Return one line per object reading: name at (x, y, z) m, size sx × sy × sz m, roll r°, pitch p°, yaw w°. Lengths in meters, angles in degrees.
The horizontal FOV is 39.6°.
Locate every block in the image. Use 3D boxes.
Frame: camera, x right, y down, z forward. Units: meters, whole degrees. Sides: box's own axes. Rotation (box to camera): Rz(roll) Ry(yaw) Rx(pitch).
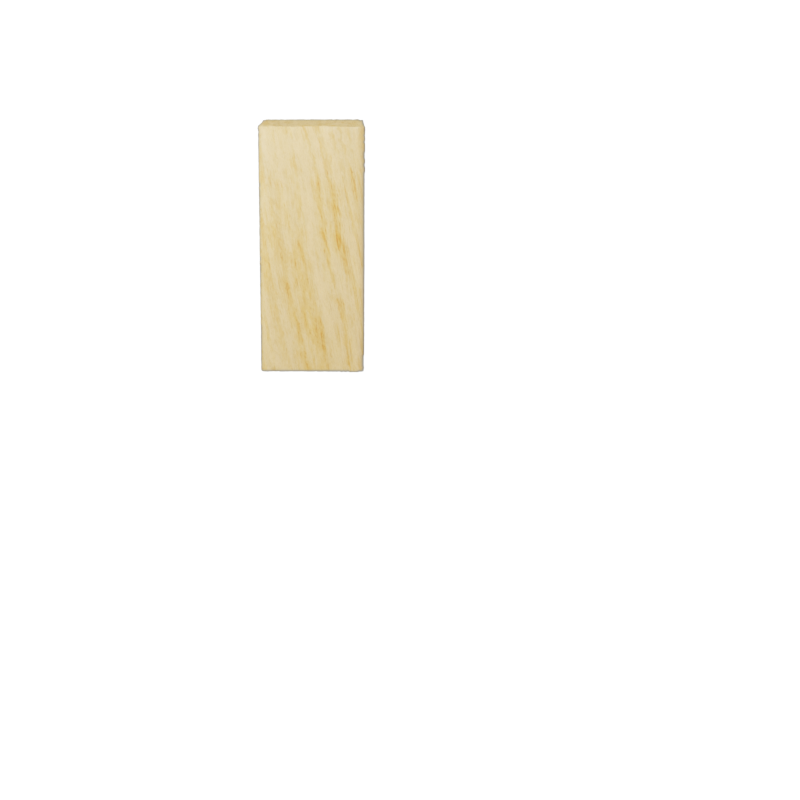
block at (-0.076, -0.137, 0.958) m, size 0.090 × 0.201 × 0.093 m, roll 0°, pitch 12°, yaw -2°
